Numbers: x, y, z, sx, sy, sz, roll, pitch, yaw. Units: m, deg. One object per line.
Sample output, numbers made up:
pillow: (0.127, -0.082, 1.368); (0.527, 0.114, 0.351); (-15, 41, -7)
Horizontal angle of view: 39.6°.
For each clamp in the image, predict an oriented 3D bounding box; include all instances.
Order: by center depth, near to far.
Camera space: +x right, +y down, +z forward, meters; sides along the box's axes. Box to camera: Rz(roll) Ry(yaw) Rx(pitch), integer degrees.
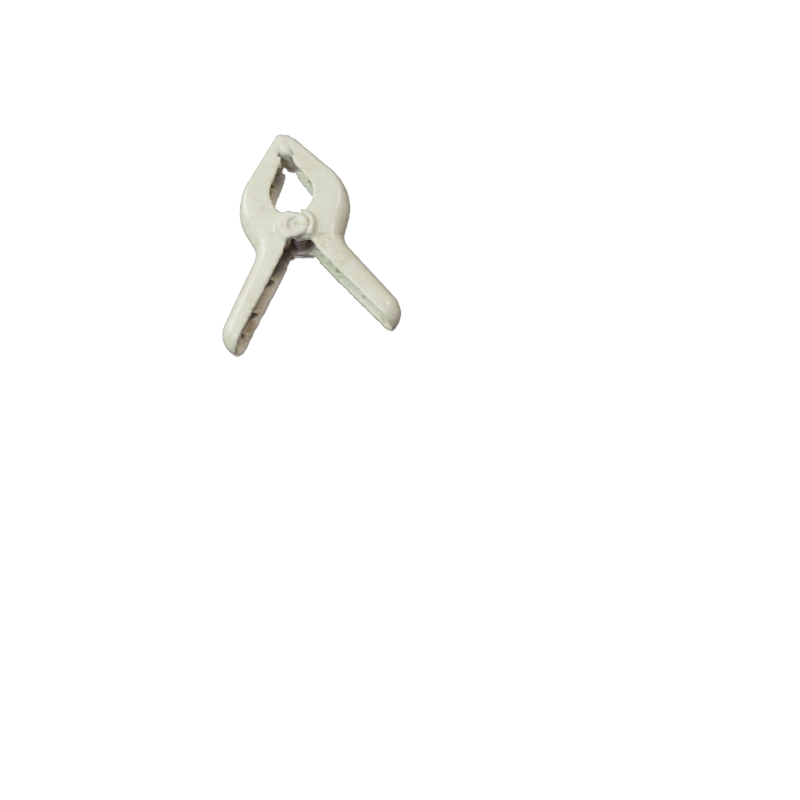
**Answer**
clamp: (-0.061, -0.111, 0.781); (0.120, 0.181, 0.037); (0, -26, 0)
